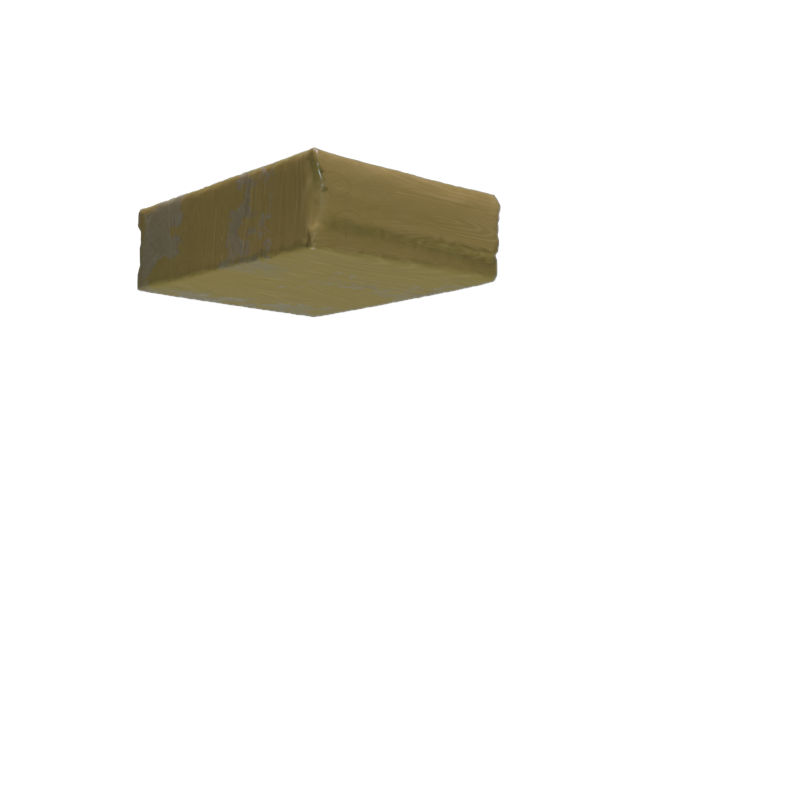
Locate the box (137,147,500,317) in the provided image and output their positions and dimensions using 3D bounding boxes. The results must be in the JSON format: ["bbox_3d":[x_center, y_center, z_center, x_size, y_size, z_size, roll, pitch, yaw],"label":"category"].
[{"bbox_3d":[-0.026,-0.048,0.337,0.070,0.031,0.091,6,-8,-42],"label":"box"}]
